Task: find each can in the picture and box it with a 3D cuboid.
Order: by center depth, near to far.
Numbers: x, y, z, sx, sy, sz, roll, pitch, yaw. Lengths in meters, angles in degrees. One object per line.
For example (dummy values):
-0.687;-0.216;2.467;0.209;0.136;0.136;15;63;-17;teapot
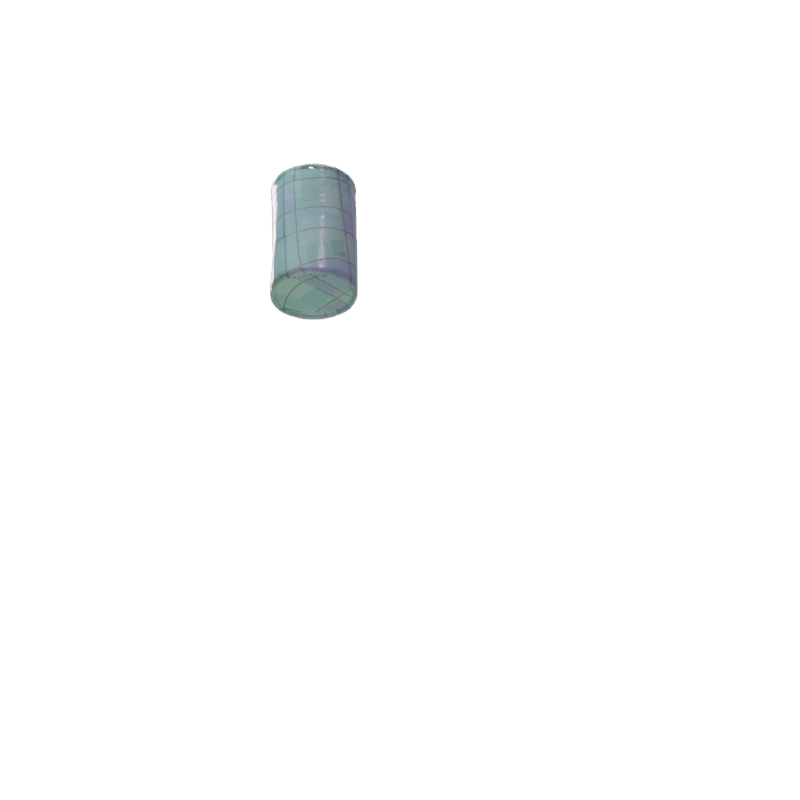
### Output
-0.067;-0.122;0.855;0.068;0.109;0.064;-1;-33;-2;can
